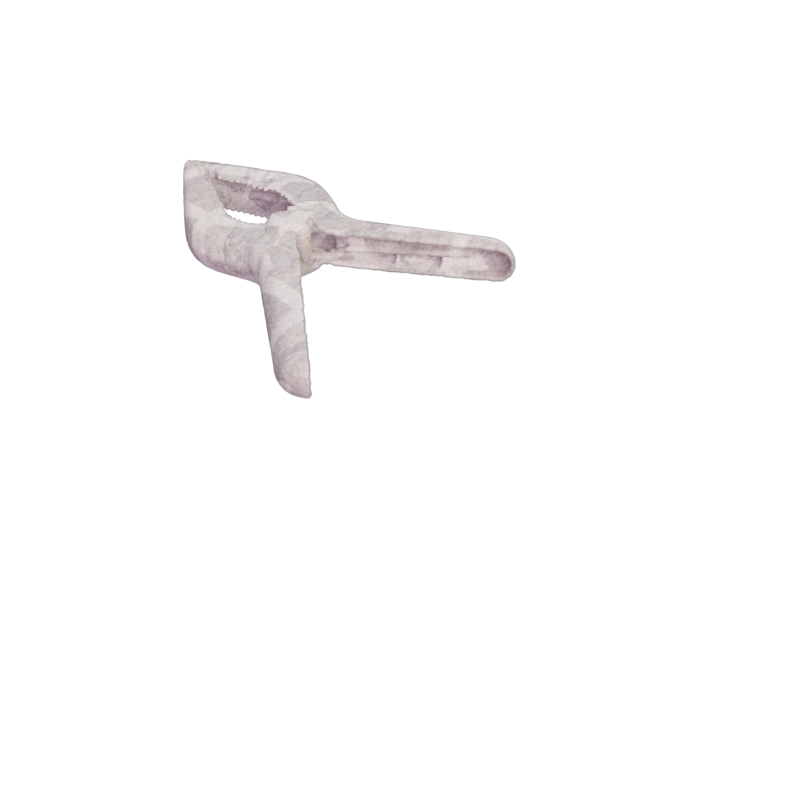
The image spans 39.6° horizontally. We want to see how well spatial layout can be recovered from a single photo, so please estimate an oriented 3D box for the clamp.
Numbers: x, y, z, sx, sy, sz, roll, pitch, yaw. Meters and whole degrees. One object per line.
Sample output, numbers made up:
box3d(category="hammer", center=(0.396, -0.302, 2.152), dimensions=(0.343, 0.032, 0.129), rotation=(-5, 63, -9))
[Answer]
box3d(category="clamp", center=(-0.050, -0.092, 0.645), dimensions=(0.163, 0.034, 0.226), rotation=(-24, 44, -27))
